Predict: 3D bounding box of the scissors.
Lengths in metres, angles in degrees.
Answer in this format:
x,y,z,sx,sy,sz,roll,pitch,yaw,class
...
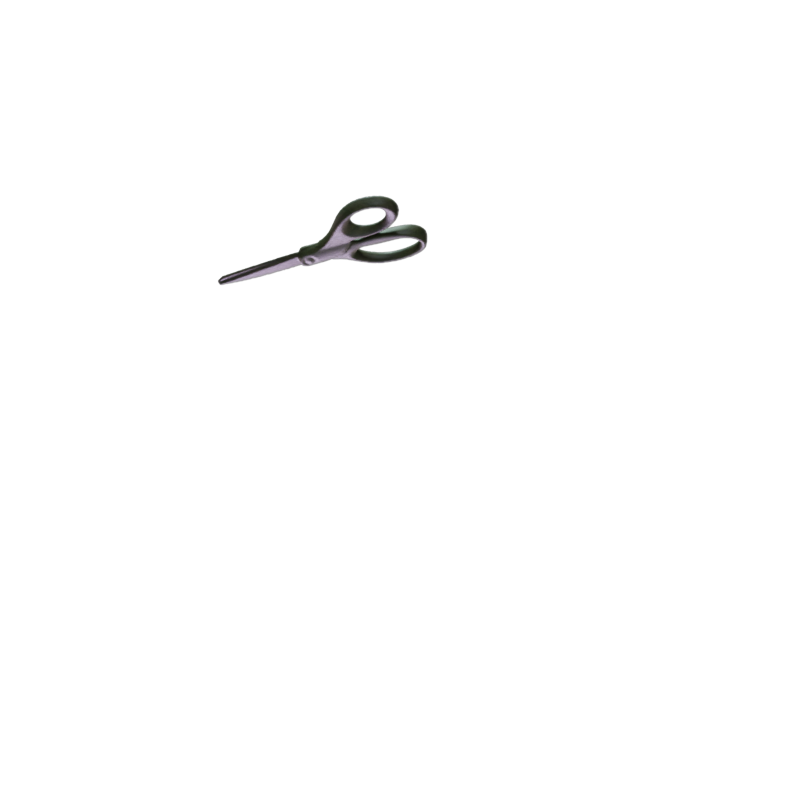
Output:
x,y,z,sx,sy,sz,roll,pitch,yaw,class
-0.078,-0.142,0.994,0.203,0.017,0.089,-5,-32,9,scissors
